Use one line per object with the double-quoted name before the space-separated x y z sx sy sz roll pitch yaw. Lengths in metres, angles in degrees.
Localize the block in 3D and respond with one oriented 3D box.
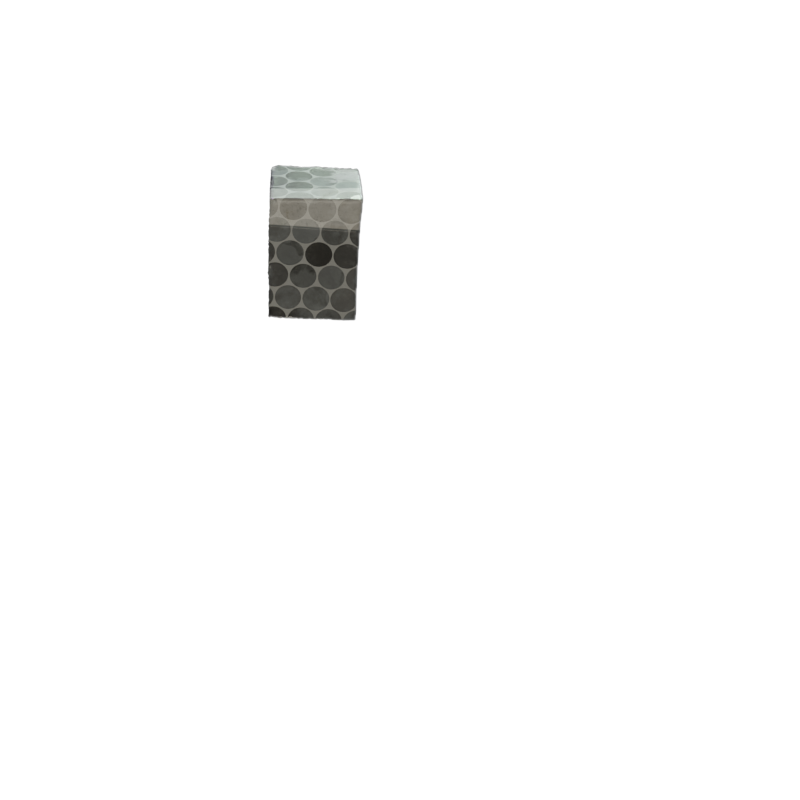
"block" -0.050 -0.092 0.642 0.052 0.074 0.054 2 29 -4
